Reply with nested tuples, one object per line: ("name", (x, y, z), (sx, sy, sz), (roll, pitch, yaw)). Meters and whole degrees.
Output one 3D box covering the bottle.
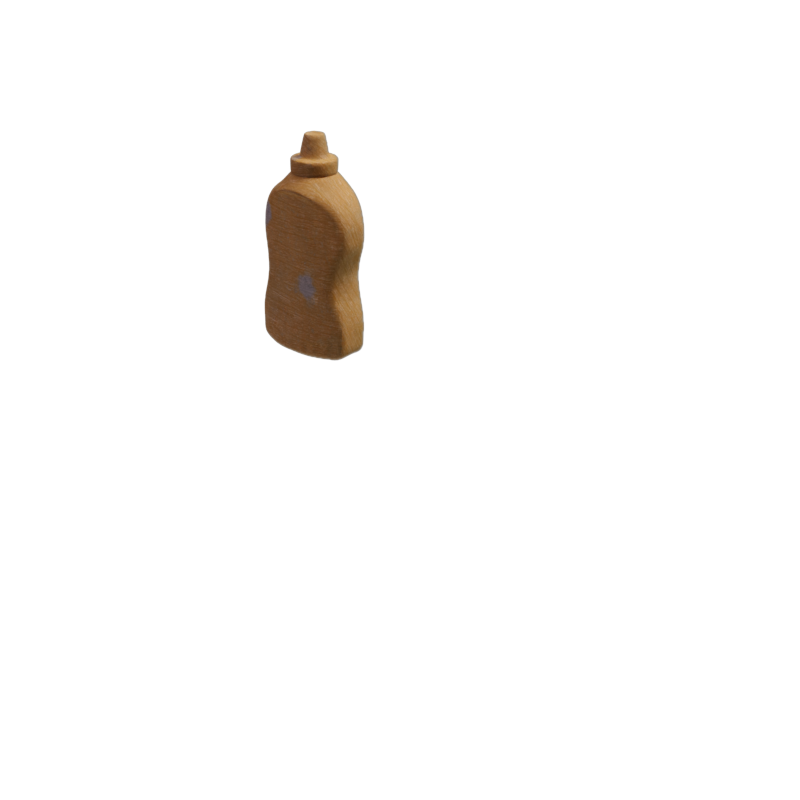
("bottle", (-0.074, -0.137, 0.956), (0.102, 0.183, 0.057), (20, 28, 40))
